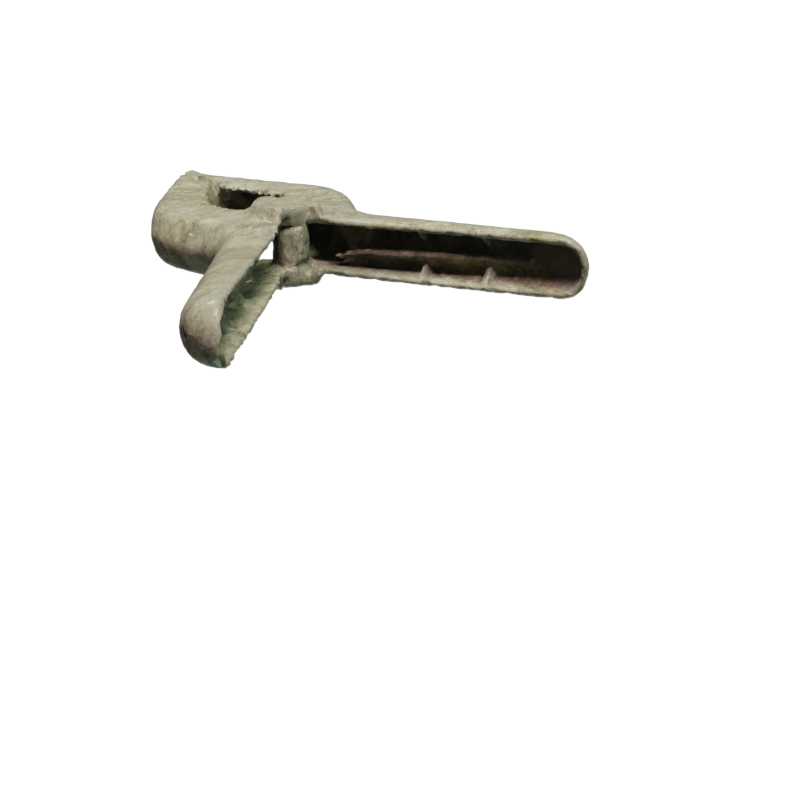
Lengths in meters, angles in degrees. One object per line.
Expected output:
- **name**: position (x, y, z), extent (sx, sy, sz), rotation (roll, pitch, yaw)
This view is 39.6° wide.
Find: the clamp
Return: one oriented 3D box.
- **clamp**: position (-0.037, -0.067, 0.471), extent (0.161, 0.035, 0.223), rotation (-9, 23, -22)
